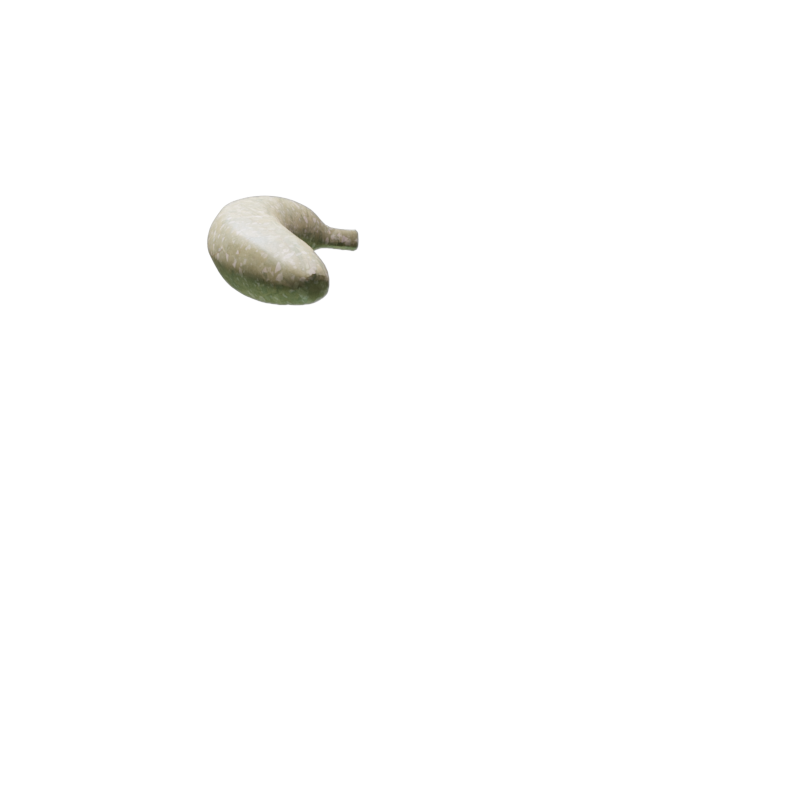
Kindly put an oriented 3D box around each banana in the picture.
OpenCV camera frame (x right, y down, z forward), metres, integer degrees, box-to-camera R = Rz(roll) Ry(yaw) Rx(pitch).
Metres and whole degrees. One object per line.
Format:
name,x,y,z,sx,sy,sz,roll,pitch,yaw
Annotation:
banana,-0.060,-0.078,0.541,0.070,0.036,0.202,1,15,2
